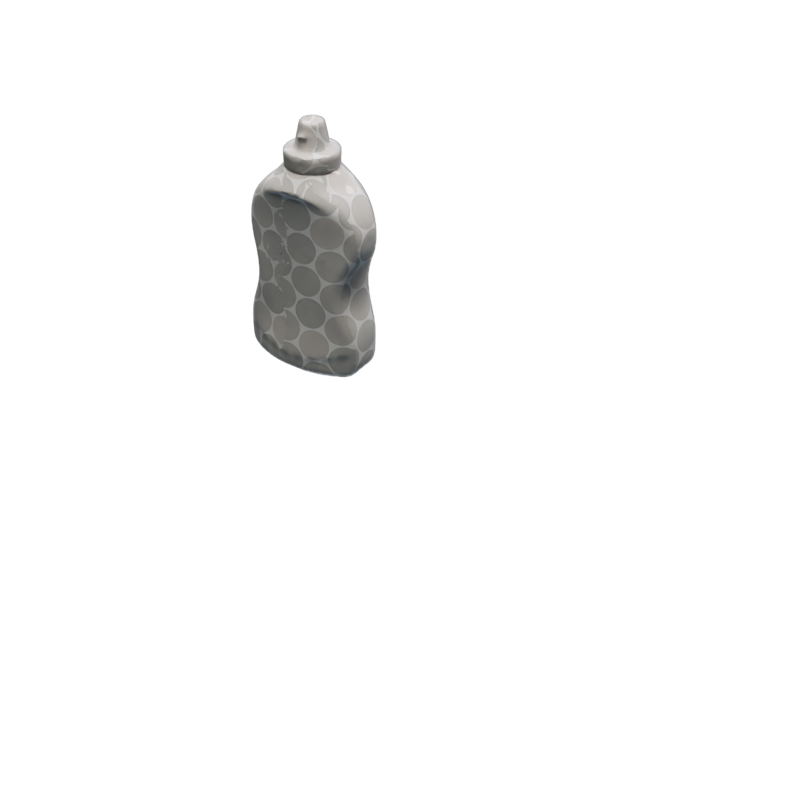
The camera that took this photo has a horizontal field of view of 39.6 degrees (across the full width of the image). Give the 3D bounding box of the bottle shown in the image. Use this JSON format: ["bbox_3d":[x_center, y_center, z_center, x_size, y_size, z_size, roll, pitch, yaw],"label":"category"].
[{"bbox_3d":[-0.063,-0.114,0.802,0.101,0.180,0.059,22,36,30],"label":"bottle"}]
